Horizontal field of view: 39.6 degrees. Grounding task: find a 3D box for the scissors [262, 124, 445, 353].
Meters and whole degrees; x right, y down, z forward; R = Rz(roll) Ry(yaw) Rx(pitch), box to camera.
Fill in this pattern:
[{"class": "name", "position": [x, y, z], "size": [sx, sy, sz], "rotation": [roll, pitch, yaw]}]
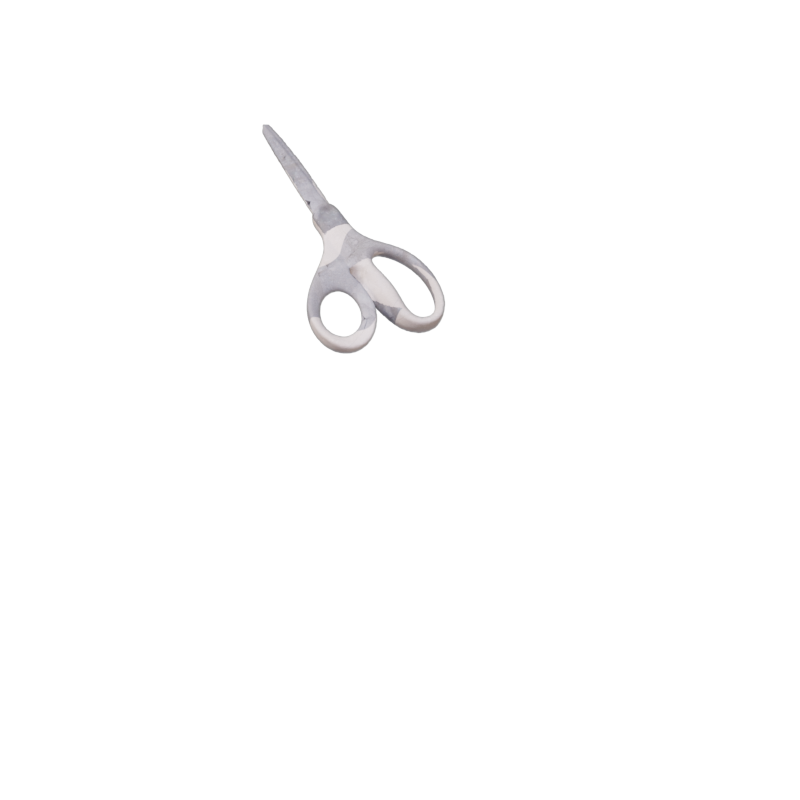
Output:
[{"class": "scissors", "position": [-0.058, -0.106, 0.743], "size": [0.097, 0.214, 0.015], "rotation": [-38, -26, -22]}]
